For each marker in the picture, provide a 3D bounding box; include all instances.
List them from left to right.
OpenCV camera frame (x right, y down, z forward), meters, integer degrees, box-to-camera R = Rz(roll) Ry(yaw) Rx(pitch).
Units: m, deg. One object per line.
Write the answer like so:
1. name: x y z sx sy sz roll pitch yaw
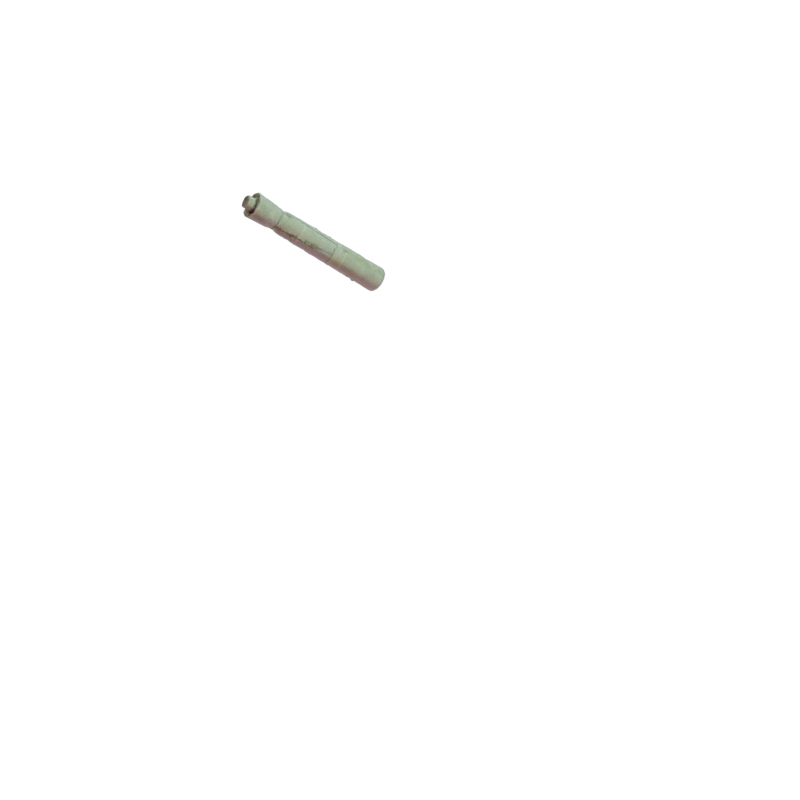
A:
1. marker: -0.061 -0.111 0.776 0.114 0.020 0.020 28 -12 -29
